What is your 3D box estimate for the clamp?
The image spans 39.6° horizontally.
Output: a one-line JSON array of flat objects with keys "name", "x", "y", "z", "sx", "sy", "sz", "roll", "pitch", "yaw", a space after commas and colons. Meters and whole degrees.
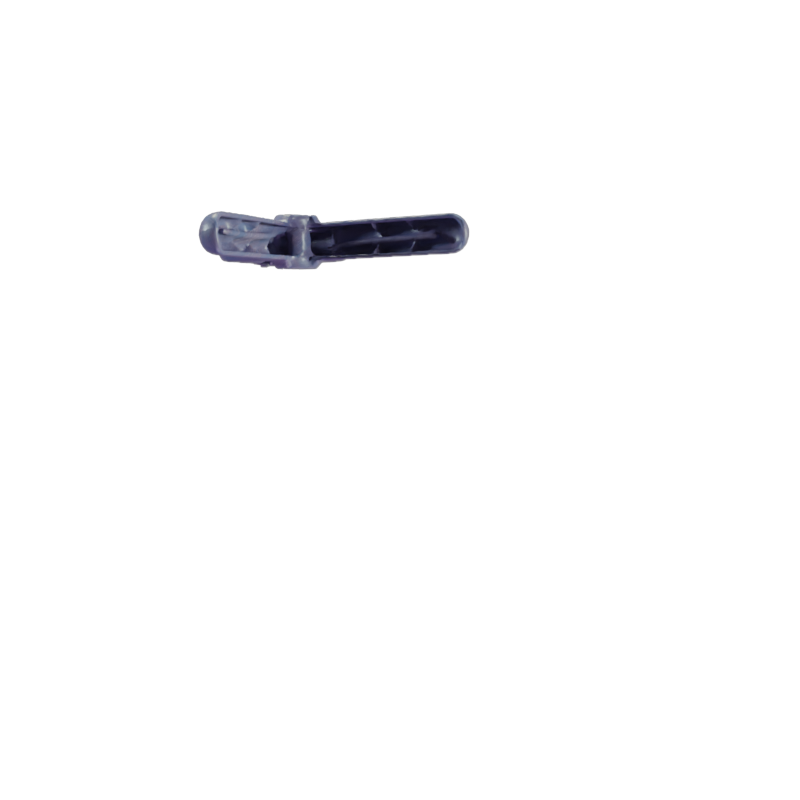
[{"name": "clamp", "x": -0.058, "y": -0.105, "z": 0.736, "sx": 0.162, "sy": 0.036, "sz": 0.214, "roll": -1, "pitch": 5, "yaw": -13}]
